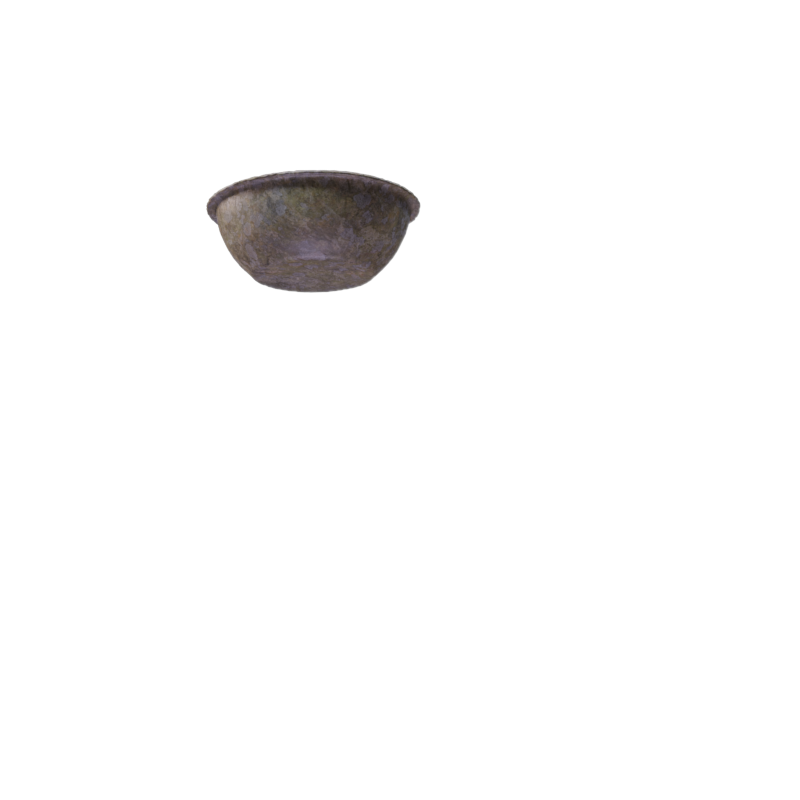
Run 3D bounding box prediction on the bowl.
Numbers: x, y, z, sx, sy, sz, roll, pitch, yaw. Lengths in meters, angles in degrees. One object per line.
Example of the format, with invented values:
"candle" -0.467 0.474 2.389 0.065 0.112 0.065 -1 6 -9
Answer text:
"bowl" -0.065 -0.119 0.831 0.162 0.057 0.157 0 -11 -2
